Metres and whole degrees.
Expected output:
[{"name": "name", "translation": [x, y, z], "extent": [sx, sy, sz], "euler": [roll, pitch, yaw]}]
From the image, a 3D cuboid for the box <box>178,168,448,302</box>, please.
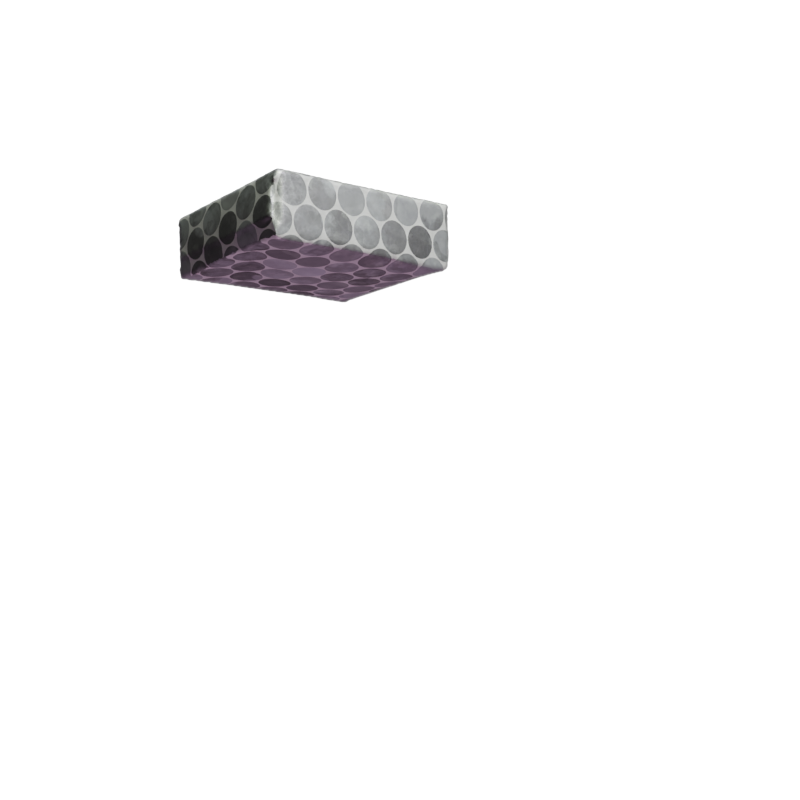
[{"name": "box", "translation": [-0.045, -0.082, 0.573], "extent": [0.108, 0.040, 0.091], "euler": [8, -13, -38]}]
